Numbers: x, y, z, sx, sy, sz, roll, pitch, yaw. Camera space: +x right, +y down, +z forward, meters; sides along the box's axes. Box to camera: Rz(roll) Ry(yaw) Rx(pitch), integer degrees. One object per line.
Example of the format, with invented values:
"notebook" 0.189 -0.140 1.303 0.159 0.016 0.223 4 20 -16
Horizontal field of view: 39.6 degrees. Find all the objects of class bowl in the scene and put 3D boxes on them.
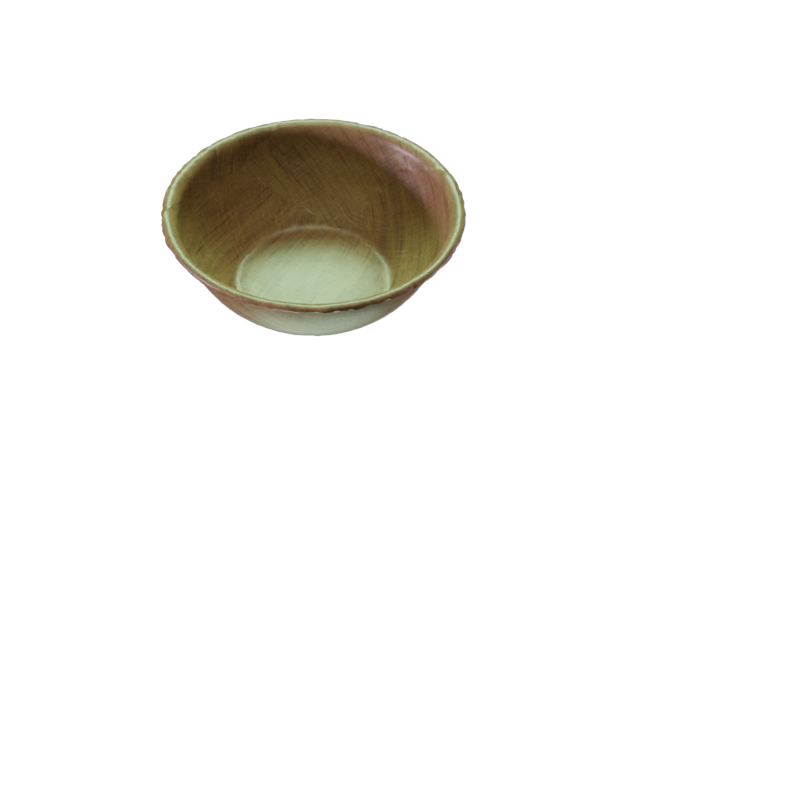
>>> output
"bowl" -0.047 -0.087 0.606 0.162 0.051 0.174 -1 45 -1
